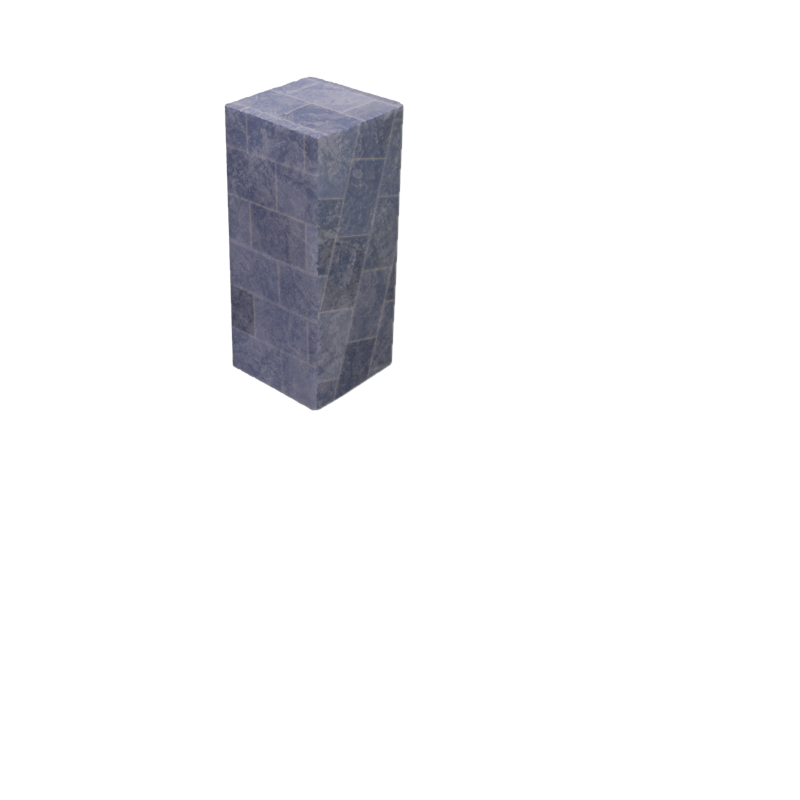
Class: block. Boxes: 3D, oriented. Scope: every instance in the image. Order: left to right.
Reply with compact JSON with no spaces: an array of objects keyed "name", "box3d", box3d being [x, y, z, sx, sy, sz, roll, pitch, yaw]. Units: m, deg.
[{"name":"block","box3d":[-0.061,-0.113,0.789,0.096,0.194,0.090,24,36,34]}]
